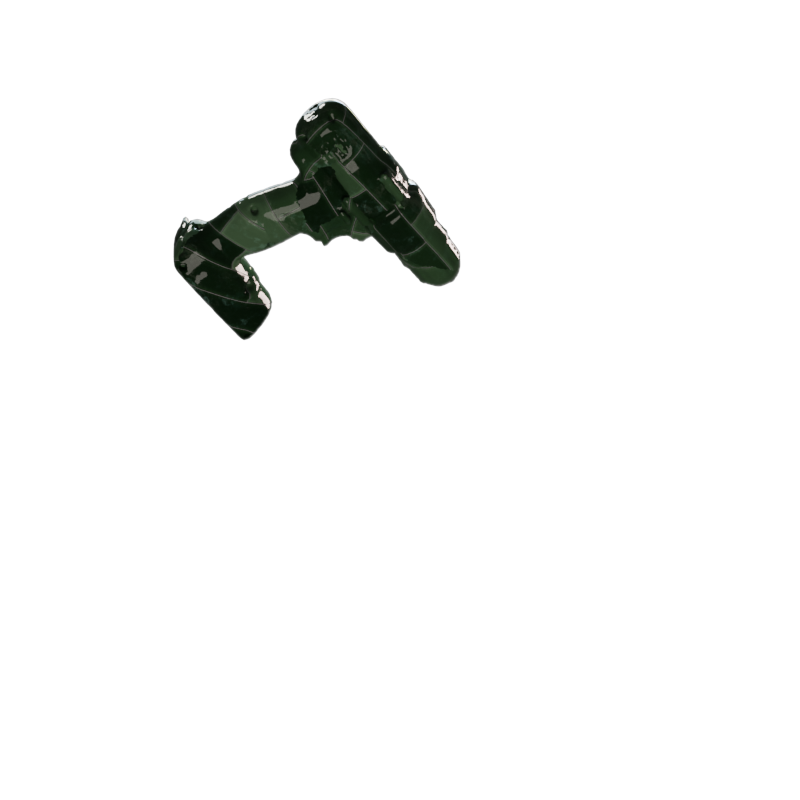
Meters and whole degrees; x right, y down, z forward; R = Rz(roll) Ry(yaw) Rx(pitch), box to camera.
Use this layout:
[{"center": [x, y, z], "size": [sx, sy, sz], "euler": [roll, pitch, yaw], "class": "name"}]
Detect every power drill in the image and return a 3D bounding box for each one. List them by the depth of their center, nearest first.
[{"center": [-0.068, -0.124, 0.869], "size": [0.187, 0.173, 0.061], "euler": [-31, 28, 18], "class": "power drill"}]
